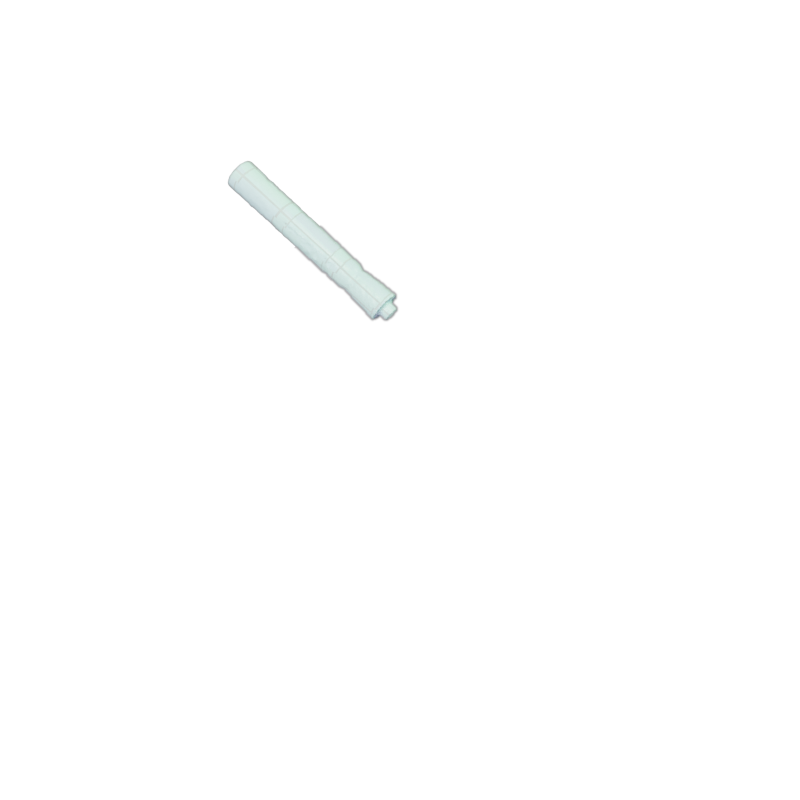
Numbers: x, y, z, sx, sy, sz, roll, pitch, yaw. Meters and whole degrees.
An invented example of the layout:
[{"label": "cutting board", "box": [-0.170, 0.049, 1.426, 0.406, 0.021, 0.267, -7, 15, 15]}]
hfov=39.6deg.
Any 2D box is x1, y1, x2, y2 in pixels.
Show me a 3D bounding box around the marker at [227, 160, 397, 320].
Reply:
[{"label": "marker", "box": [-0.048, -0.088, 0.614, 0.126, 0.019, 0.019, 44, 17, 16]}]
